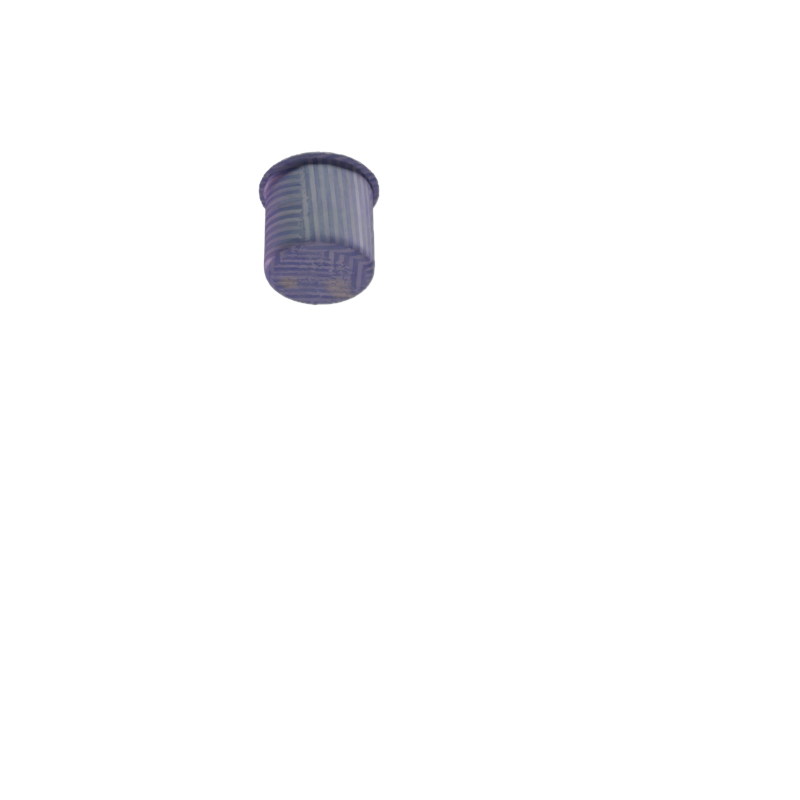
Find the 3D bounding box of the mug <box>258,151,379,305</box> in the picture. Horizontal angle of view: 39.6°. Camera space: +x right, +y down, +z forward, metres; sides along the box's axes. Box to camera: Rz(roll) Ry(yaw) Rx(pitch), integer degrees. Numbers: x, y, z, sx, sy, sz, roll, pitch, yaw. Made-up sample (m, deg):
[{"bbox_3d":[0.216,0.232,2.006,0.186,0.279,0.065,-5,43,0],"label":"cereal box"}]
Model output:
[{"bbox_3d":[-0.066,-0.120,0.838,0.090,0.087,0.113,13,-35,-21],"label":"mug"}]
